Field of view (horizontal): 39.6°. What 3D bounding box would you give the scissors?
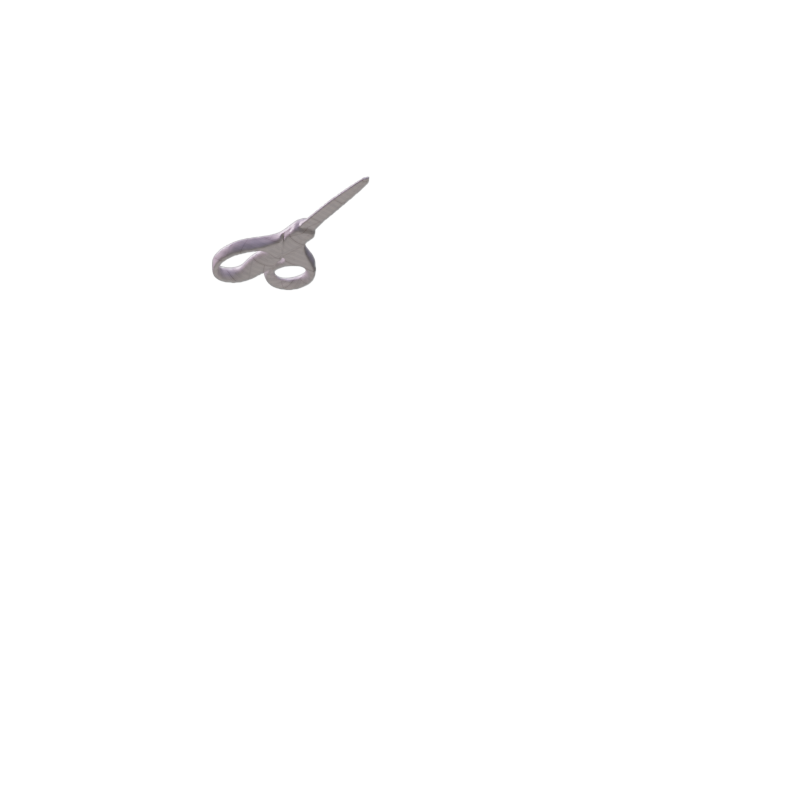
[{"bbox_3d":[-0.070,-0.129,0.900,0.204,0.017,0.090,-17,-26,39],"label":"scissors"}]
